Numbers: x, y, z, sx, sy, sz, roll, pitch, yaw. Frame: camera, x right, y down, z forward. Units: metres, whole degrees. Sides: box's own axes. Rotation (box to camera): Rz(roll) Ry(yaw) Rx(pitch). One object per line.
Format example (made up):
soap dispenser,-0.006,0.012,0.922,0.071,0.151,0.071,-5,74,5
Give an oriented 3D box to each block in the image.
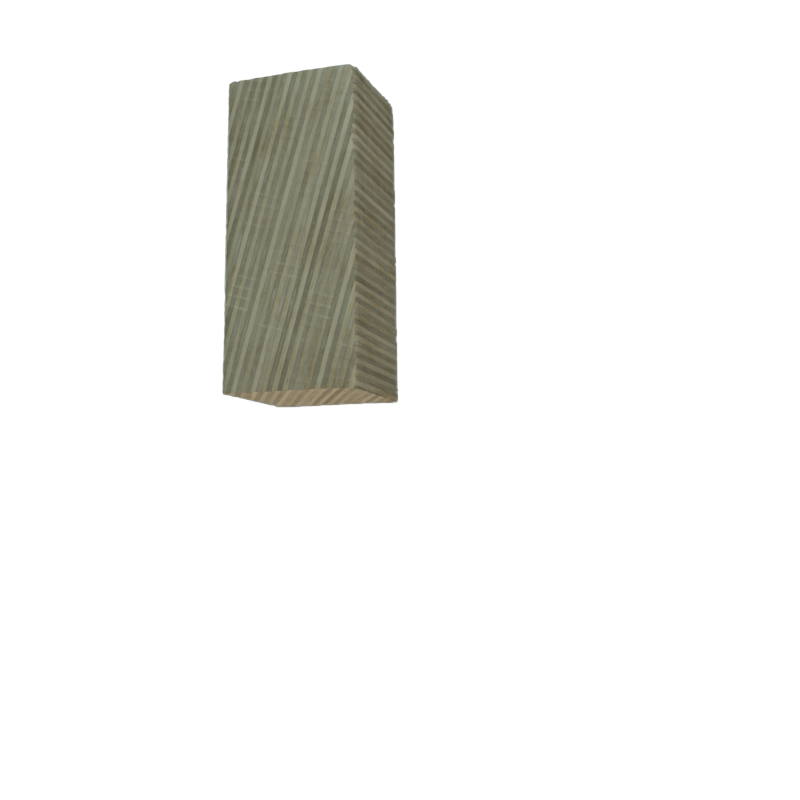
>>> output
block,-0.057,-0.104,0.731,0.092,0.213,0.086,-5,-13,19
